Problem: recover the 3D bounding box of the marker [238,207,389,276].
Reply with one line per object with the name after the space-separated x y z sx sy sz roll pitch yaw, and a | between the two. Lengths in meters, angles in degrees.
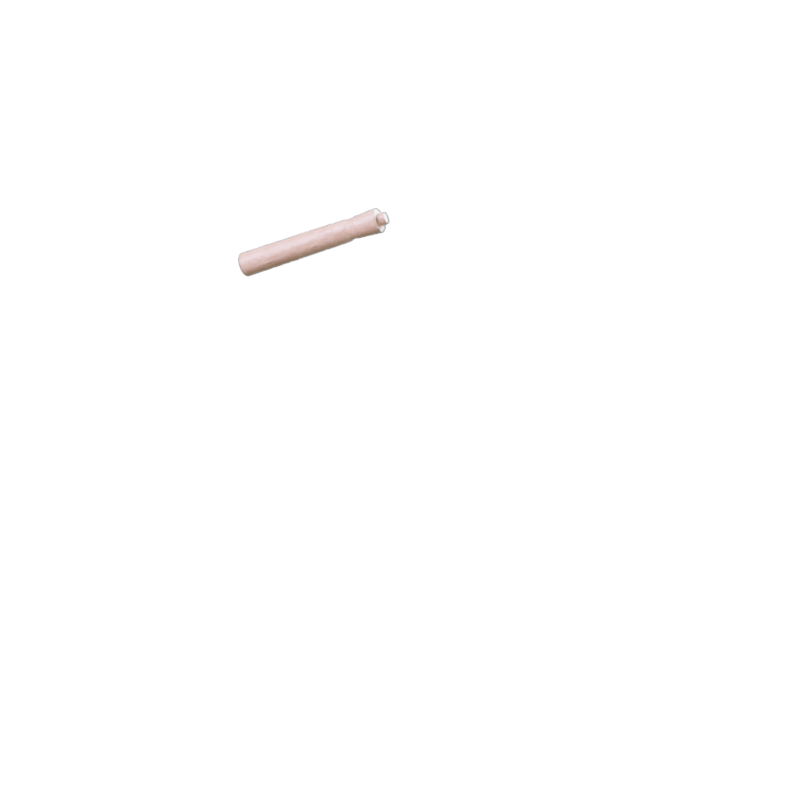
-0.064 -0.116 0.816 0.122 0.020 0.019 -15 -2 24 | marker
